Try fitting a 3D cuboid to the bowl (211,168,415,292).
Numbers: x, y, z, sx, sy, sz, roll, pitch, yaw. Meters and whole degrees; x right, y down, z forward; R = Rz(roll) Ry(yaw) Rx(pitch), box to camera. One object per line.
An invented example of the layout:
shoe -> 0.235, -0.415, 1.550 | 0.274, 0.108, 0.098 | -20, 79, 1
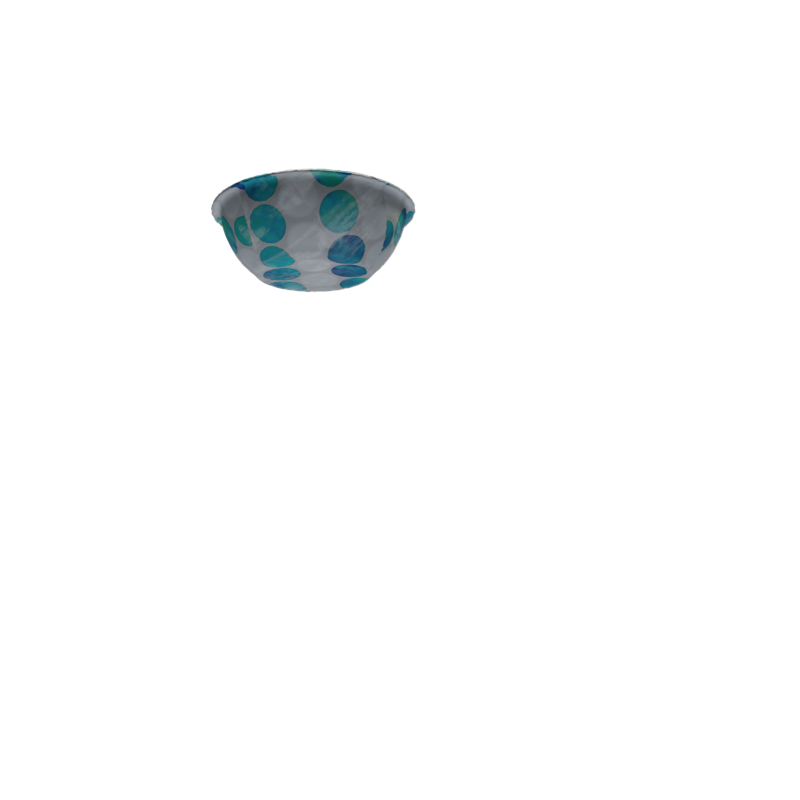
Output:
bowl -> -0.068, -0.124, 0.871 | 0.162, 0.057, 0.156 | 0, -14, -2
